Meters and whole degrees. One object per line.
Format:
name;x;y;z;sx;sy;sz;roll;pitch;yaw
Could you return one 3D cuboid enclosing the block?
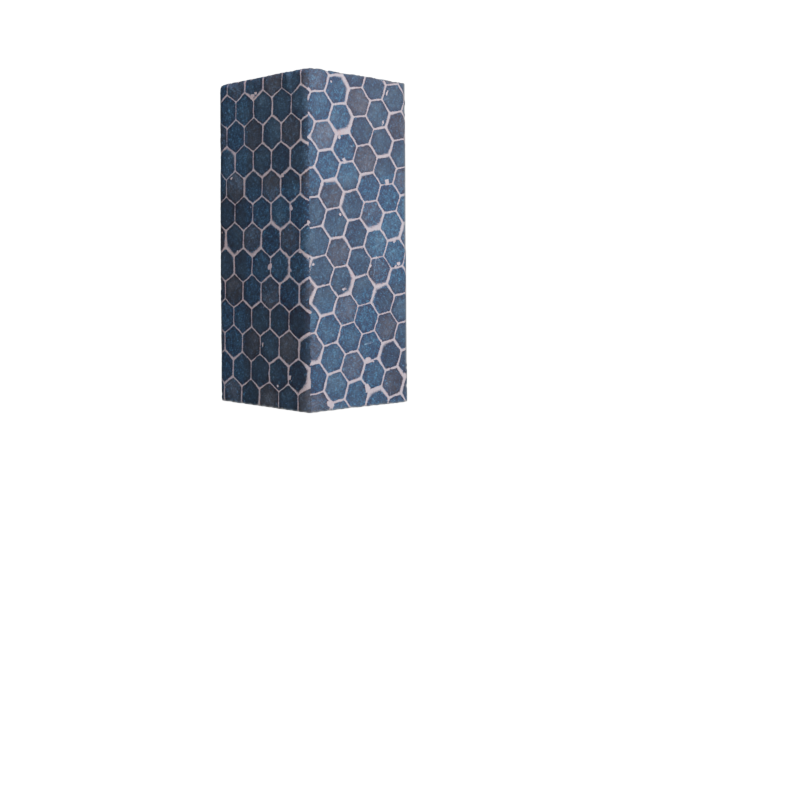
block;-0.057;-0.103;0.720;0.087;0.207;0.094;0;0;-45
